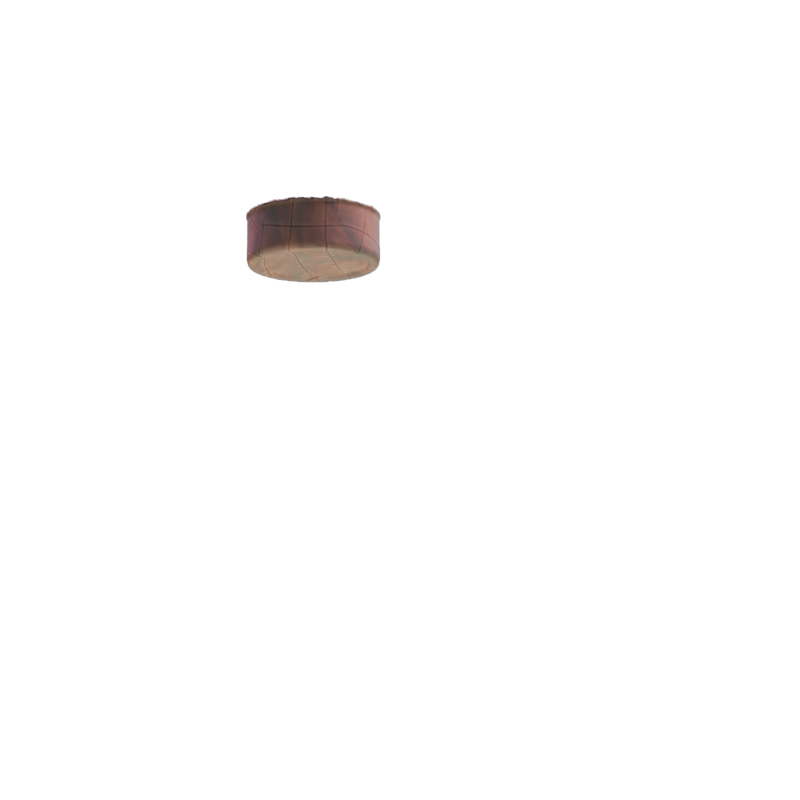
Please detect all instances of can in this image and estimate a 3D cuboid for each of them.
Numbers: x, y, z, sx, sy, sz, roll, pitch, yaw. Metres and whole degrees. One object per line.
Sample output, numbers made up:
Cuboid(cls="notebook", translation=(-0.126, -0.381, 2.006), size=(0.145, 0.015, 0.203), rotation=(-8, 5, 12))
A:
Cuboid(cls="can", translation=(-0.055, -0.100, 0.703), size=(0.086, 0.035, 0.083), rotation=(0, -9, -2))
